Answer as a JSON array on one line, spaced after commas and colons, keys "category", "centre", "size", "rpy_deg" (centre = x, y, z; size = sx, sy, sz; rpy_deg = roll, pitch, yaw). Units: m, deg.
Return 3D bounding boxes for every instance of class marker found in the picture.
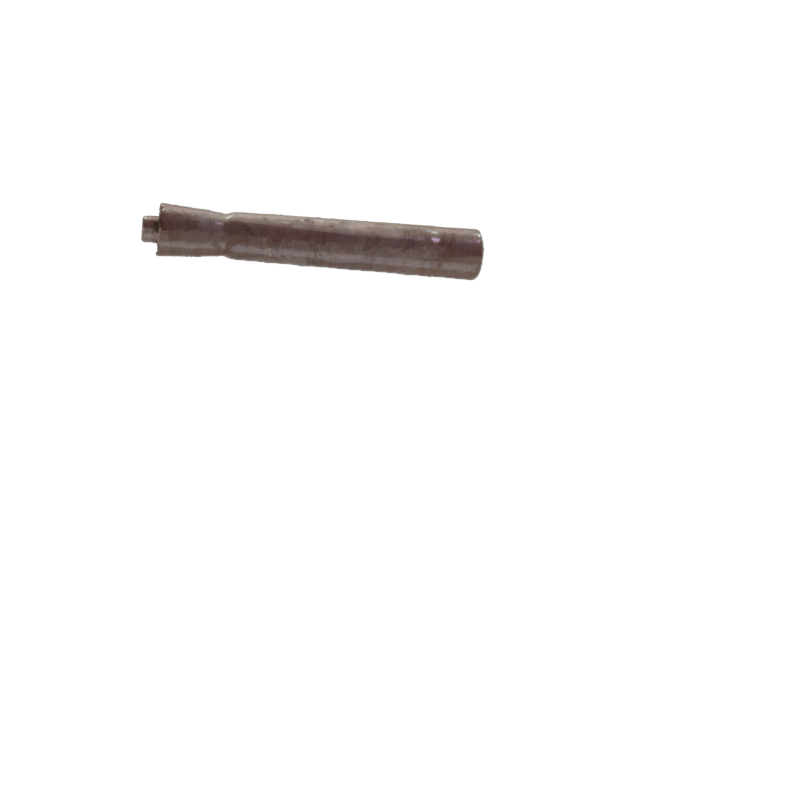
[{"category": "marker", "centre": [-0.031, -0.056, 0.394], "size": [0.119, 0.020, 0.020], "rpy_deg": [3, 3, -9]}]
